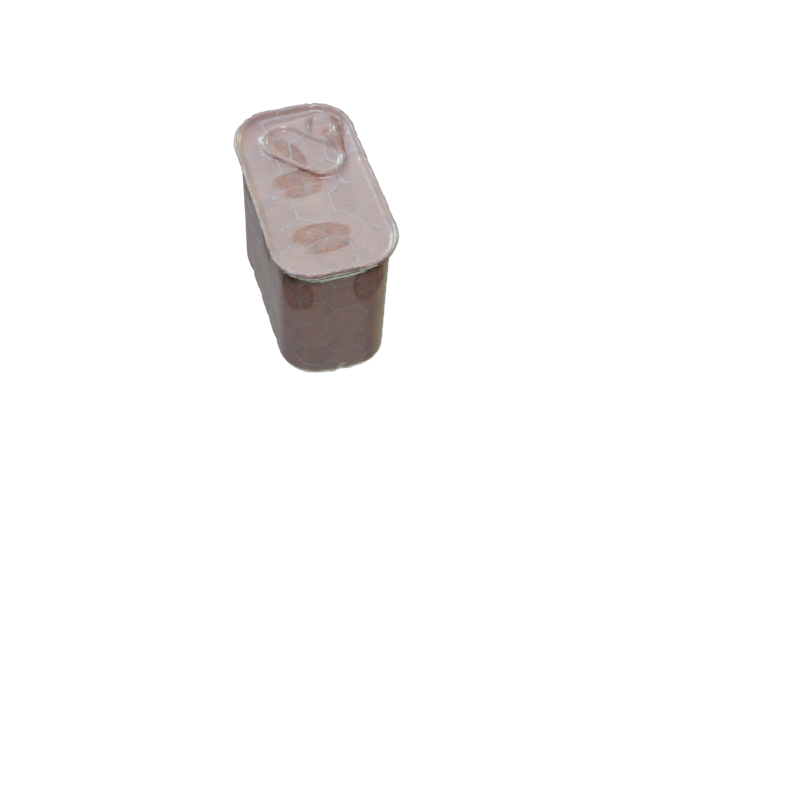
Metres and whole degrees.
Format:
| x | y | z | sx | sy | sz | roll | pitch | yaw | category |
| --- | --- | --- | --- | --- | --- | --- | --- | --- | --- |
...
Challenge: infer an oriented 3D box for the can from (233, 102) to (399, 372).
| x | y | z | sx | sy | sz | roll | pitch | yaw | category |
| --- | --- | --- | --- | --- | --- | --- | --- | --- | --- |
| -0.041 | -0.075 | 0.528 | 0.057 | 0.110 | 0.078 | -13 | -34 | -12 | can |
